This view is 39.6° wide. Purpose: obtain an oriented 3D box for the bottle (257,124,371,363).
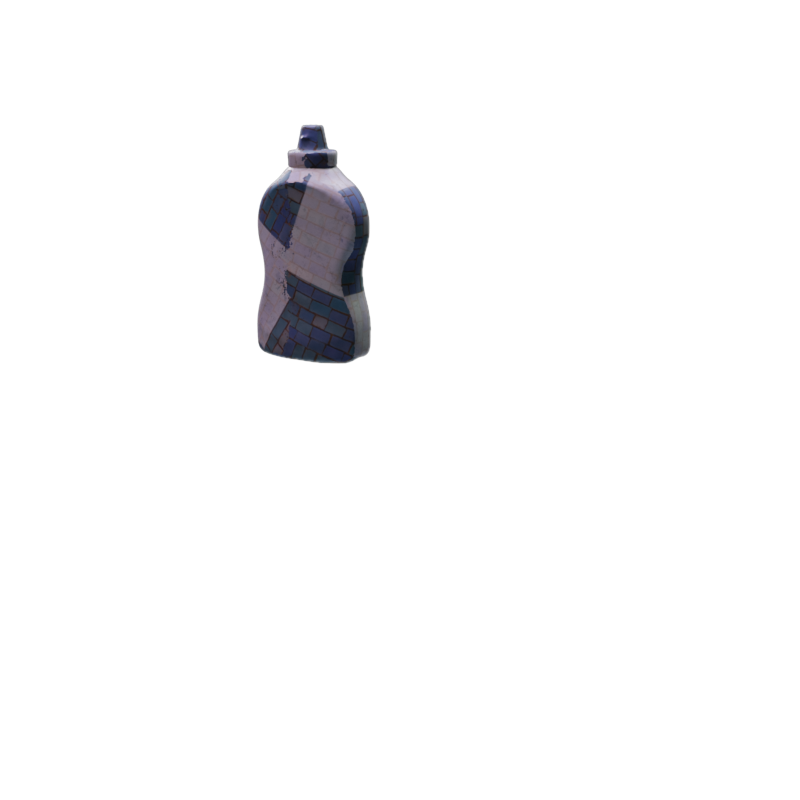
[{"bbox_3d":[-0.072,-0.131,0.915,0.100,0.188,0.057,6,11,31],"label":"bottle"}]
